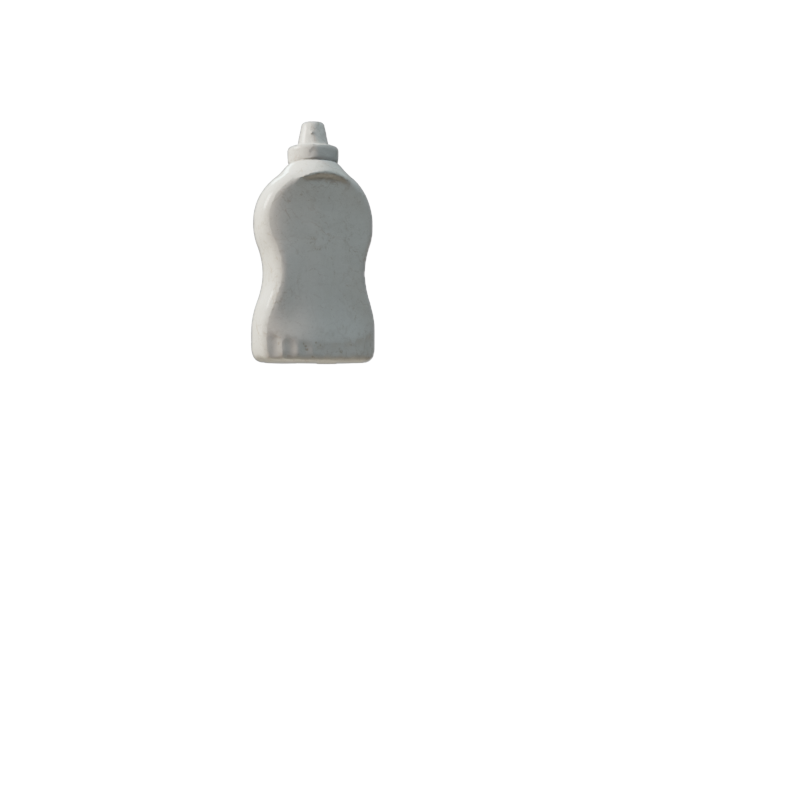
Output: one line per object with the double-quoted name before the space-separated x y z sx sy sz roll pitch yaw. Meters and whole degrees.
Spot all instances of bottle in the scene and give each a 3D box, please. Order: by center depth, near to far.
"bottle" -0.069 -0.125 0.877 0.093 0.195 0.059 2 -7 -22
